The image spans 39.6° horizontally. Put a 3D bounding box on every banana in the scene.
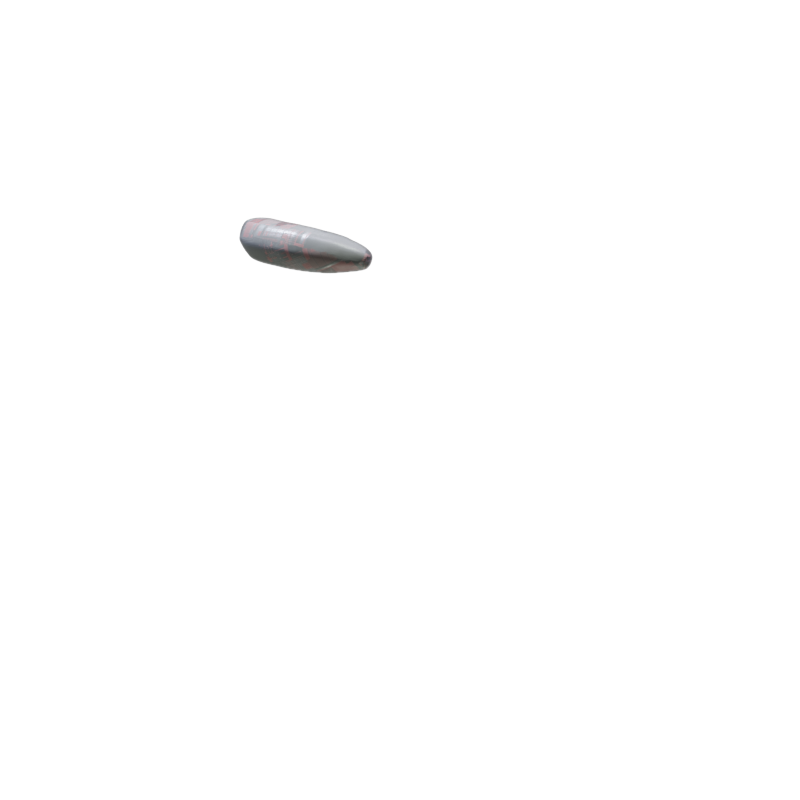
[{"bbox_3d":[-0.091,-0.132,0.928,0.068,0.036,0.207,-5,15,-23],"label":"banana"}]
